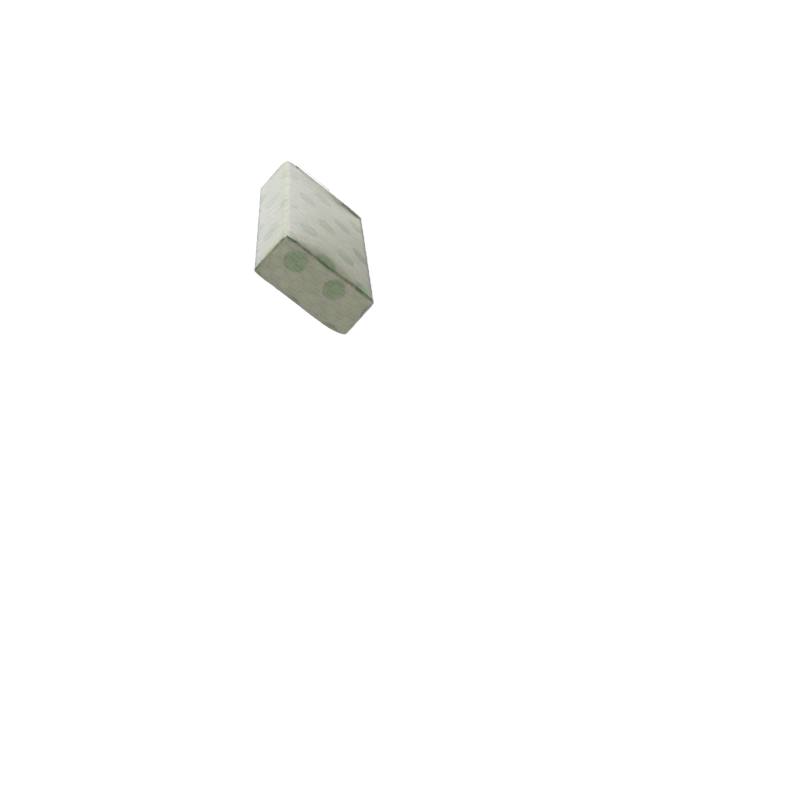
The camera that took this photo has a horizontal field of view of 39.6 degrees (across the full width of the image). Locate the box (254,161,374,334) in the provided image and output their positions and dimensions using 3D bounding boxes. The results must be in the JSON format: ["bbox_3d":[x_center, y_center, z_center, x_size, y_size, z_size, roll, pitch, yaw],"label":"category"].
[{"bbox_3d":[-0.073,-0.133,0.931,0.089,0.047,0.187,35,23,-22],"label":"box"}]
